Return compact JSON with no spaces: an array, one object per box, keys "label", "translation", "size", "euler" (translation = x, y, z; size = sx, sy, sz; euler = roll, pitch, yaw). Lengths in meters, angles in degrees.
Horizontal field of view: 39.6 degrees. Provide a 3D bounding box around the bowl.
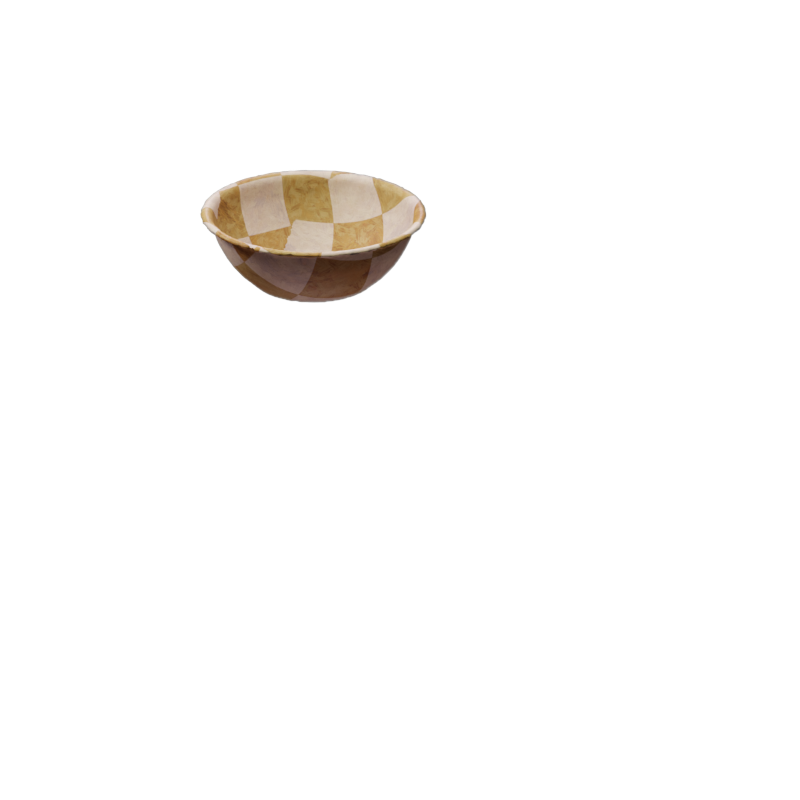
[{"label":"bowl","translation":[-0.063,-0.115,0.805],"size":[0.162,0.052,0.172],"euler":[-1,29,-2]}]
